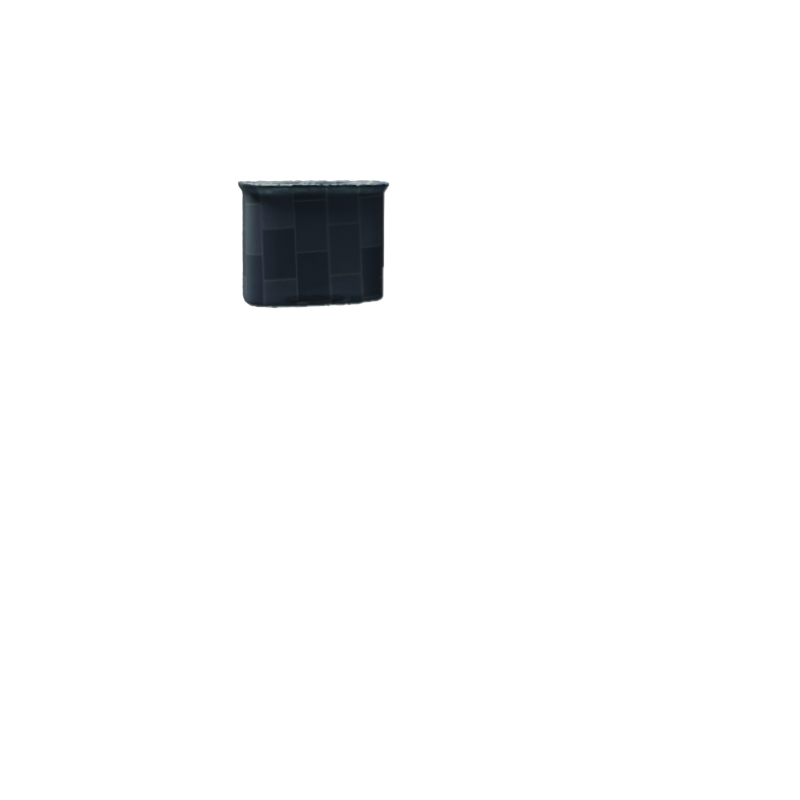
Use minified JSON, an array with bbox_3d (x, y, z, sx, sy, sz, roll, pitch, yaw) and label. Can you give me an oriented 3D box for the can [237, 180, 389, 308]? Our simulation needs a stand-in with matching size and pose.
[{"bbox_3d":[-0.060,-0.110,0.768,0.100,0.083,0.060,-3,8,-16],"label":"can"}]
